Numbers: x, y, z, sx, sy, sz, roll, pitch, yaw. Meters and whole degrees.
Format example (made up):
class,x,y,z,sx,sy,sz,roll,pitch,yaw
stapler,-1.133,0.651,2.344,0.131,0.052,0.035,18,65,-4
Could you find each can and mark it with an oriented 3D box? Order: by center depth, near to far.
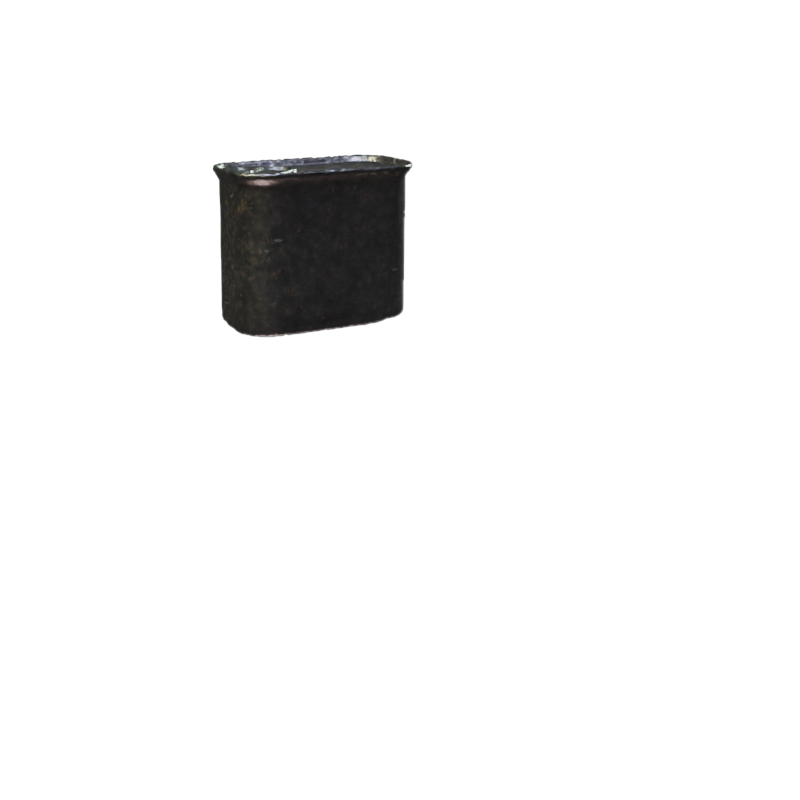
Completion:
class,x,y,z,sx,sy,sz,roll,pitch,yaw
can,-0.046,-0.083,0.584,0.099,0.081,0.061,-8,16,-27
